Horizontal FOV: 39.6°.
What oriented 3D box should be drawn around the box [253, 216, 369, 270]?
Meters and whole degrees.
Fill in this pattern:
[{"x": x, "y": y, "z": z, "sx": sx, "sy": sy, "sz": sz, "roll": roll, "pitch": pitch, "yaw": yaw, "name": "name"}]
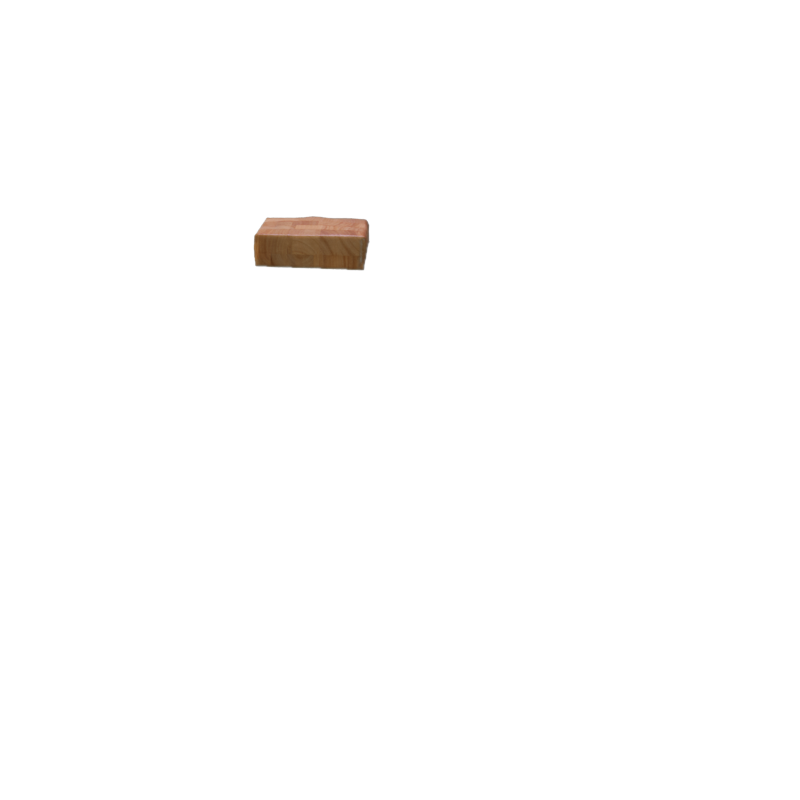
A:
[{"x": -0.070, "y": -0.129, "z": 0.902, "sx": 0.090, "sy": 0.029, "sz": 0.075, "roll": 1, "pitch": 19, "yaw": 3, "name": "box"}]
